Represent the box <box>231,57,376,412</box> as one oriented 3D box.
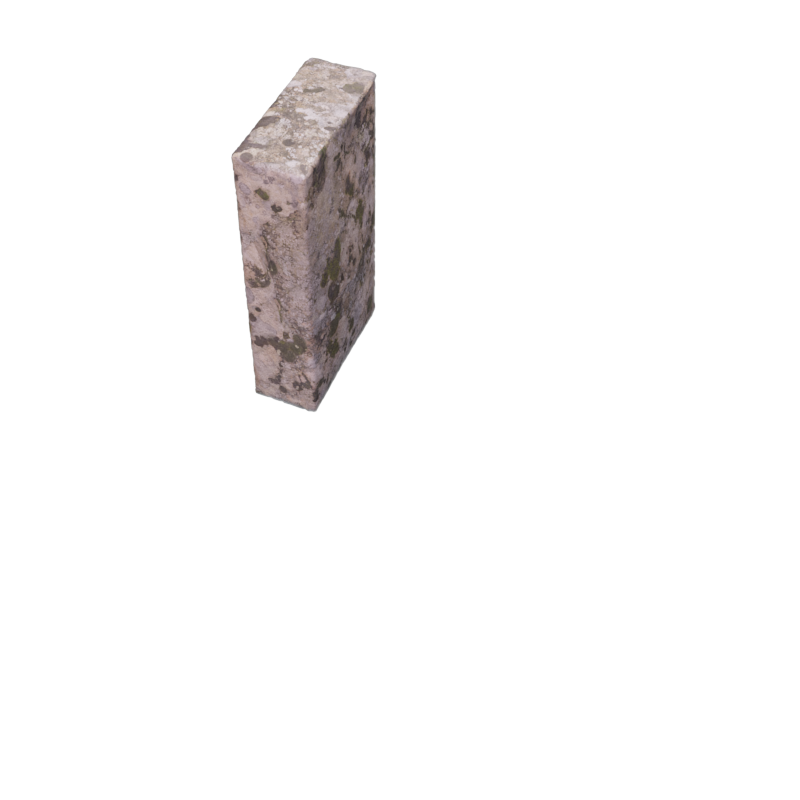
[{"bbox_3d":[-0.047,-0.086,0.603,0.049,0.097,0.164,18,-40,12],"label":"box"}]
